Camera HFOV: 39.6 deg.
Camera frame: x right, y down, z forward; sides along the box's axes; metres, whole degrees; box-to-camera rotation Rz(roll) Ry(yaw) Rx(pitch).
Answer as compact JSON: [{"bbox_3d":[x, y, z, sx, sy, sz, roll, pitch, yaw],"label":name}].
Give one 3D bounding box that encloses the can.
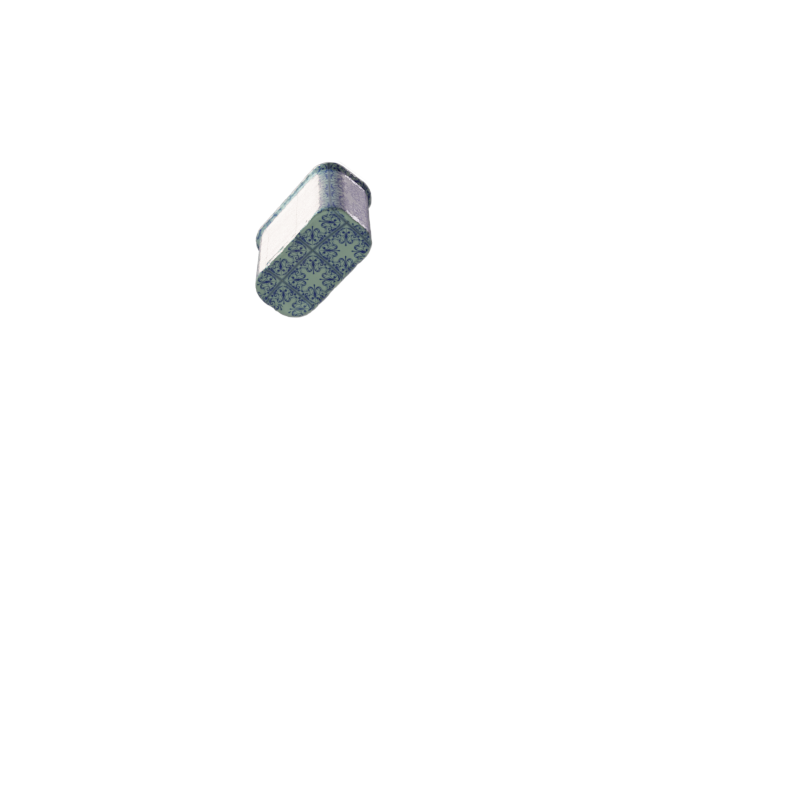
[{"bbox_3d":[-0.067,-0.122,0.856,0.055,0.100,0.089,37,22,-22],"label":"can"}]
